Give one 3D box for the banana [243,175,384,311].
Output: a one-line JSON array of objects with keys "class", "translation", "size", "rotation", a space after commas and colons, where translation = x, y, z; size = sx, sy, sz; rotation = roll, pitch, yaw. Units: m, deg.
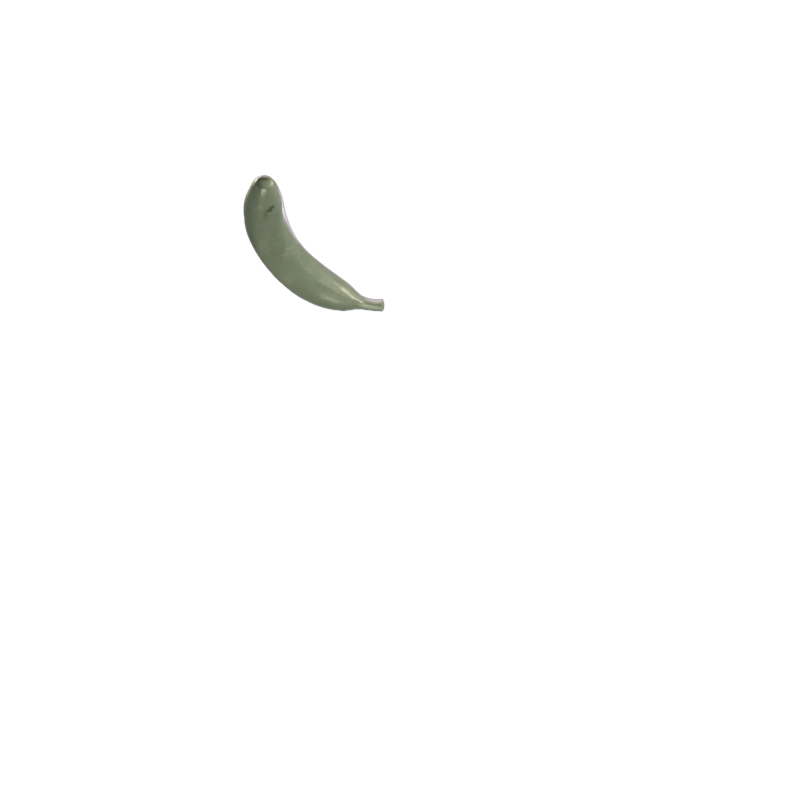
[{"class": "banana", "translation": [-0.089, -0.129, 0.963], "size": [0.070, 0.039, 0.183], "rotation": [-19, -38, 25]}]
